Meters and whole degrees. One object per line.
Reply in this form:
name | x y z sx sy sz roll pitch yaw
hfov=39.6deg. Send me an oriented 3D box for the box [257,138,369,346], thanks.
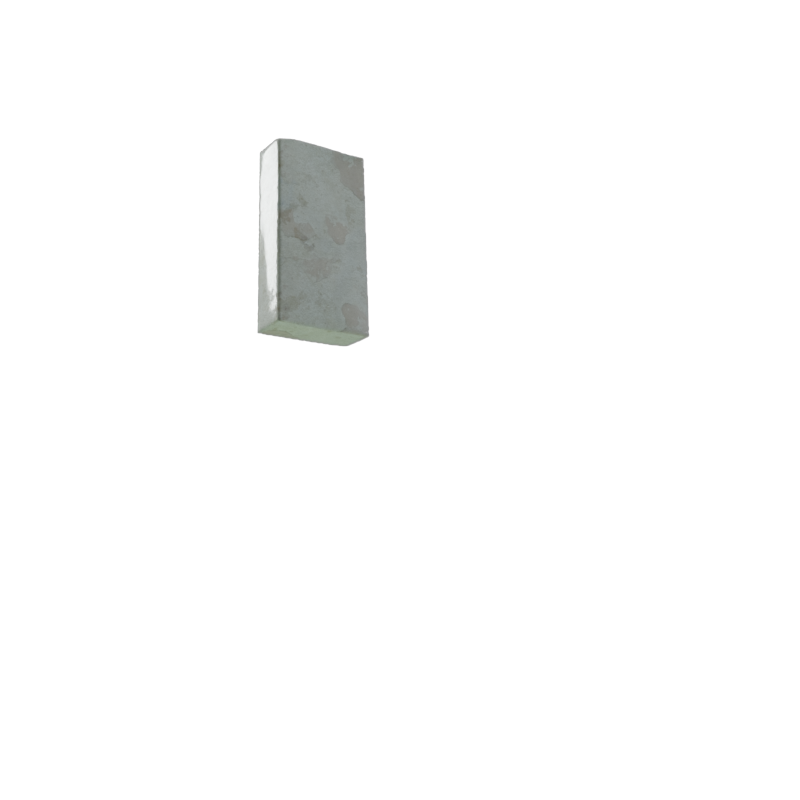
box | -0.077 -0.141 0.984 0.089 0.185 0.048 10 -23 -30
